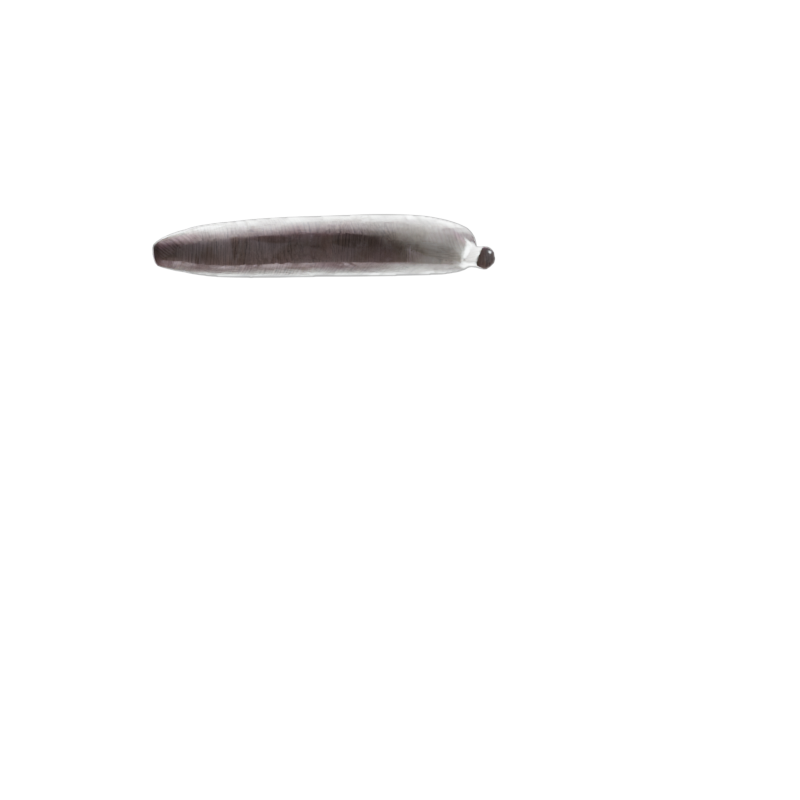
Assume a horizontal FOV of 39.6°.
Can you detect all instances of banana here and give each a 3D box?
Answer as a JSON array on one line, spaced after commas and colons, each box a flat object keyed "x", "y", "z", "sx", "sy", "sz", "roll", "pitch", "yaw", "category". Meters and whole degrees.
[{"x": -0.042, "y": -0.090, "z": 0.644, "sx": 0.201, "sy": 0.037, "sz": 0.068, "roll": 1, "pitch": 1, "yaw": 15, "category": "banana"}]
